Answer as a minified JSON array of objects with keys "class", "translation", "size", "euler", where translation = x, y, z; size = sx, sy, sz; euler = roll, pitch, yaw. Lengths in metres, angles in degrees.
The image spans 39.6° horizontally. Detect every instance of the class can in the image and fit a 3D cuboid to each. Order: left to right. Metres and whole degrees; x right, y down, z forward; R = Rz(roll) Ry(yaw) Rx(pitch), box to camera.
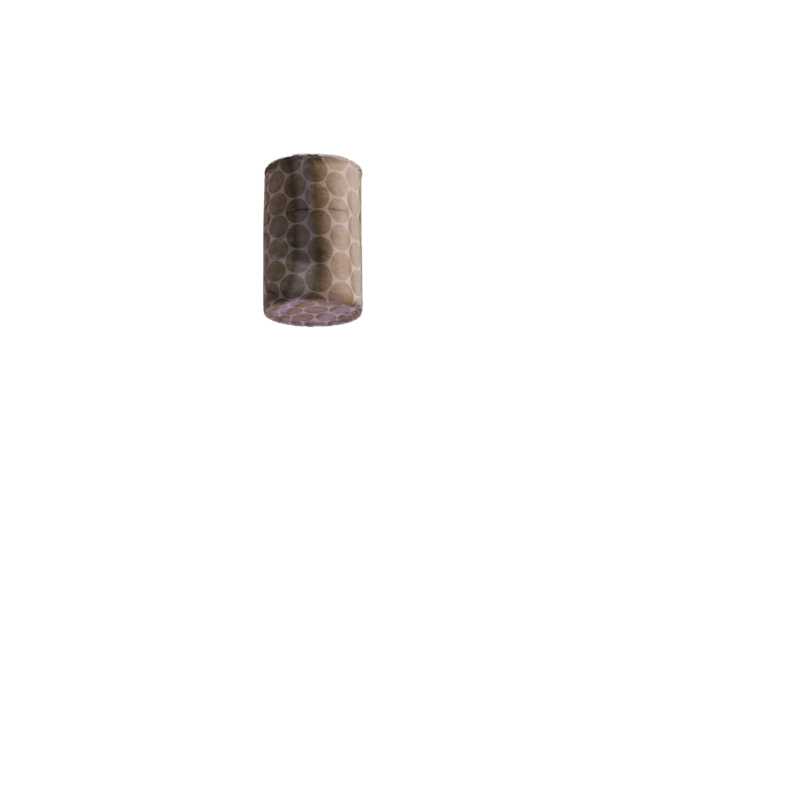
[{"class":"can","translation":[-0.059,-0.107,0.748],"size":[0.068,0.107,0.066],"euler":[0,-17,-2]}]
